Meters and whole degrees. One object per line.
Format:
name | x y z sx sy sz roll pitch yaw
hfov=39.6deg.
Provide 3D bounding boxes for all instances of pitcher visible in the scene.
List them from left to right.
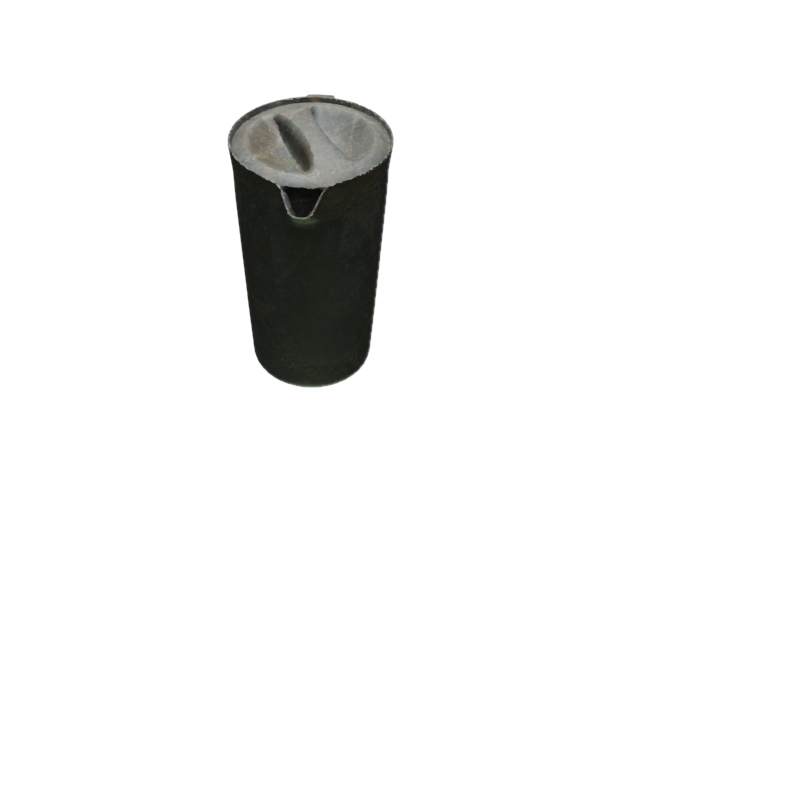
pitcher | -0.076 -0.138 0.967 0.149 0.227 0.155 -30 51 -32
